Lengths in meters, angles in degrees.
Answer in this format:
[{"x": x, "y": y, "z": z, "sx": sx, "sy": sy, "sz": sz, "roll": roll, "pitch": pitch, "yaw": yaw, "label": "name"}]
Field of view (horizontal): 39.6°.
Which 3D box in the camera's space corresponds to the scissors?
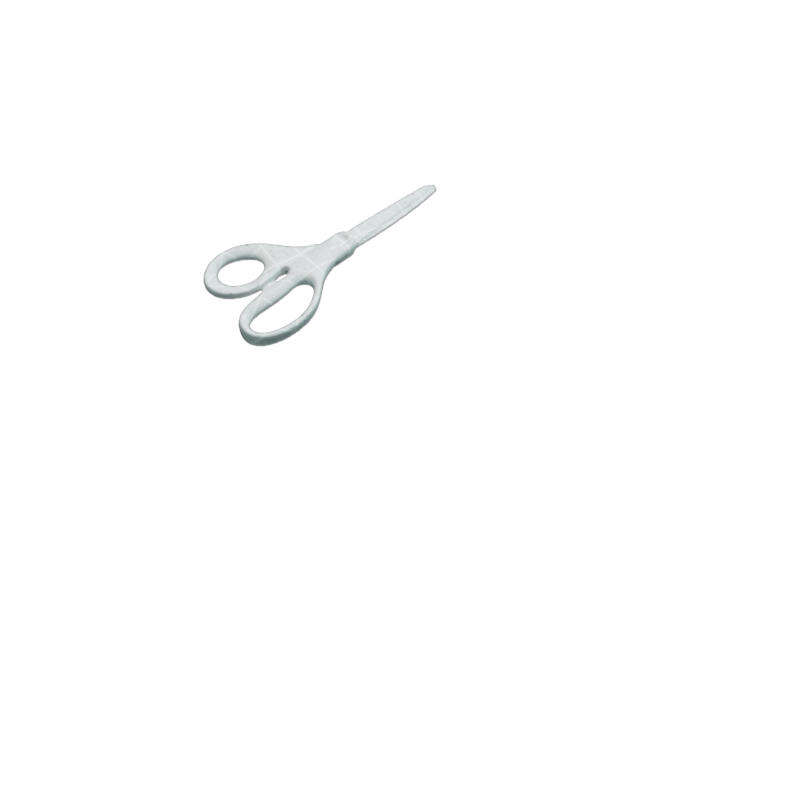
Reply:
[{"x": -0.064, "y": -0.116, "z": 0.813, "sx": 0.100, "sy": 0.207, "sz": 0.015, "roll": 24, "pitch": -36, "yaw": 19, "label": "scissors"}]
